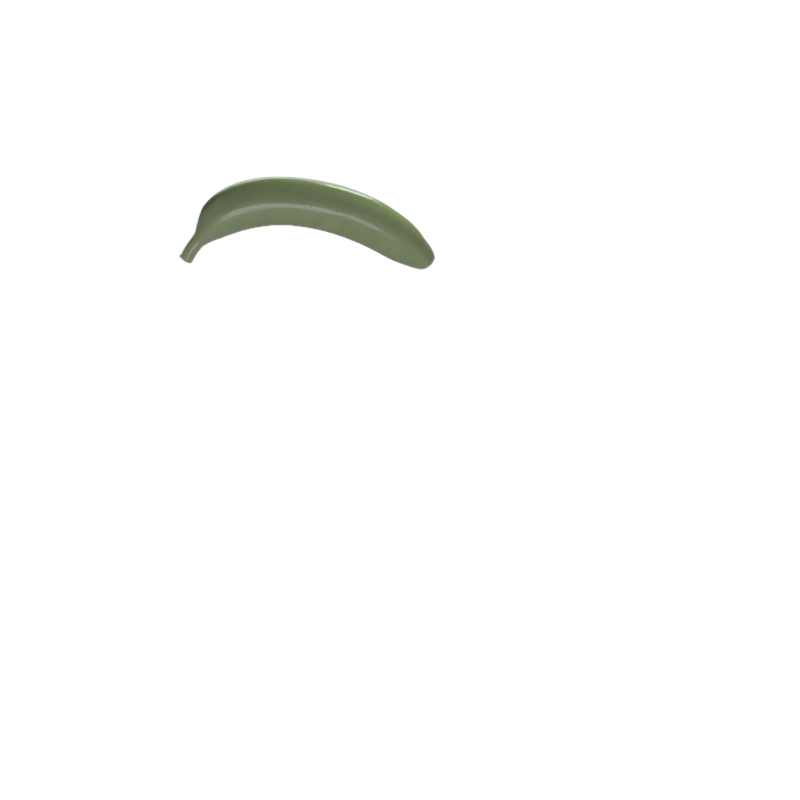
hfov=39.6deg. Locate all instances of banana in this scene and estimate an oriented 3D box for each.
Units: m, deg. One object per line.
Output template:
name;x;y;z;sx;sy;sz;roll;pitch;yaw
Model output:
banana;-0.070;-0.138;0.853;0.197;0.065;0.039;3;33;-2
